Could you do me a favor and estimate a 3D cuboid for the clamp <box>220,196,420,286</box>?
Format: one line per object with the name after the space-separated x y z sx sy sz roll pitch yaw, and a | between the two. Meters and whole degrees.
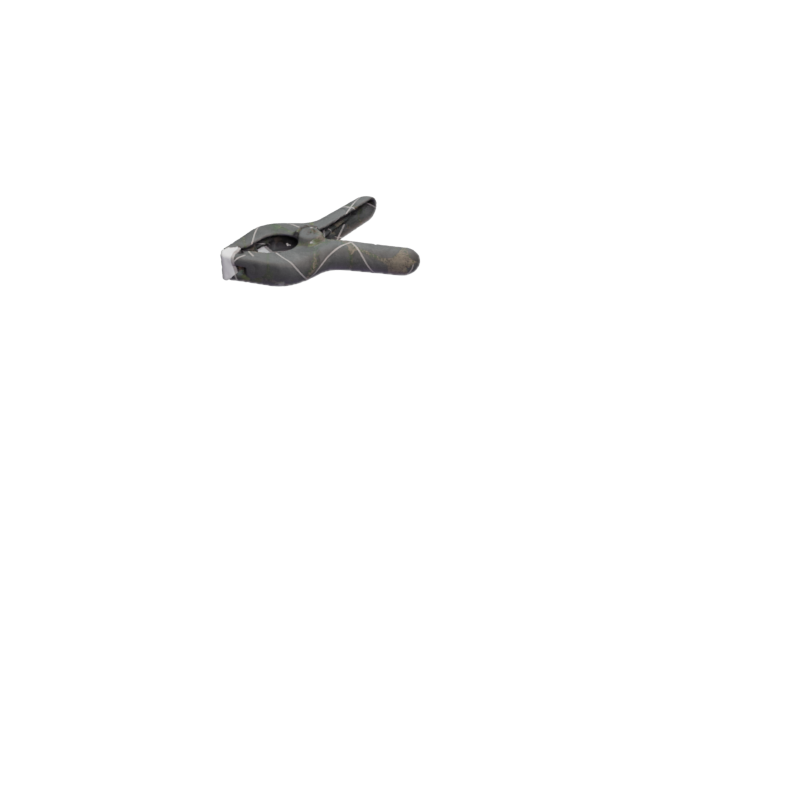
-0.078 -0.142 0.997 0.170 0.037 0.129 -6 32 -9 | clamp
